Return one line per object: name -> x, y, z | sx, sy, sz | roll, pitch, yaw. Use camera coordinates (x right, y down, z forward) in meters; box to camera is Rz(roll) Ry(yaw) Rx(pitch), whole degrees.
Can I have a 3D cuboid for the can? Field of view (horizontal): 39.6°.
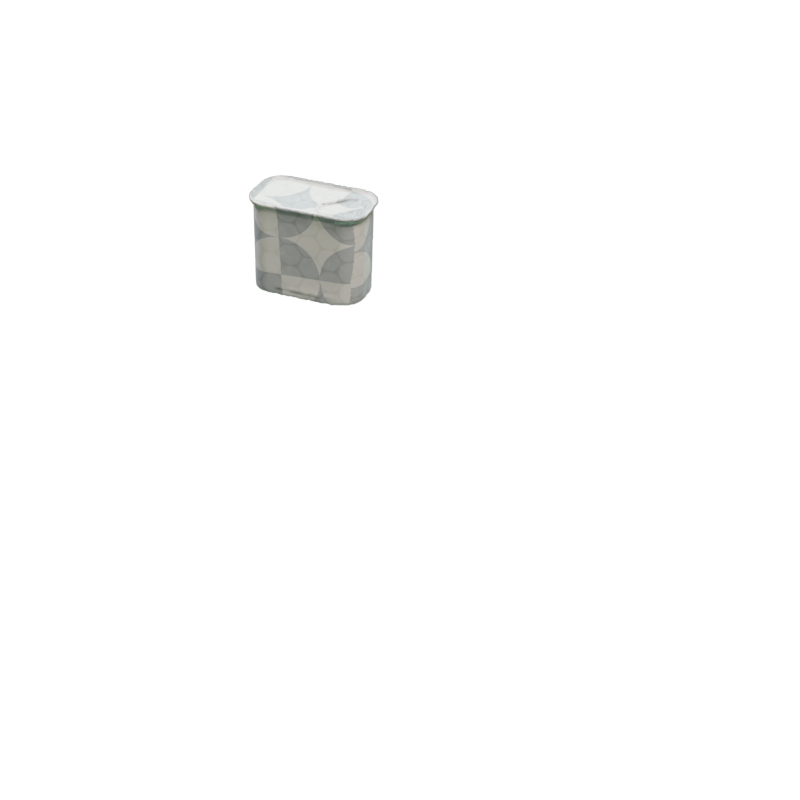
can -> -0.071, -0.130, 0.910 | 0.105, 0.079, 0.059 | 13, 33, 18
